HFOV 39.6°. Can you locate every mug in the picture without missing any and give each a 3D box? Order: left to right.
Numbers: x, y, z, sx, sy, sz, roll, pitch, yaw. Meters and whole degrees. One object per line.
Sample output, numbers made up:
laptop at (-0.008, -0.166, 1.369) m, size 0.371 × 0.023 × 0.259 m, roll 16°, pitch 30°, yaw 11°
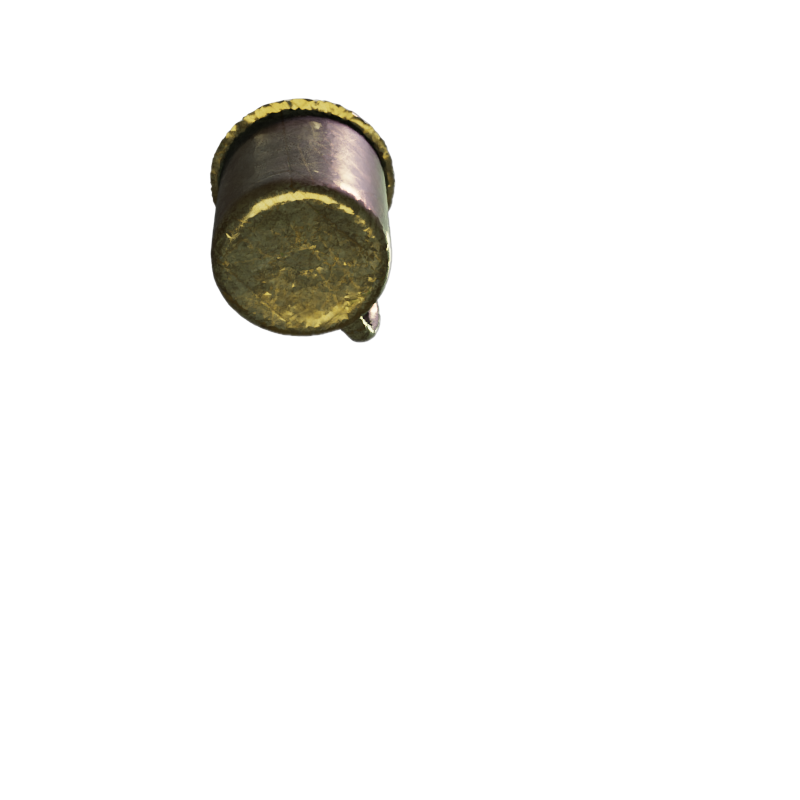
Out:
mug at (-0.041, -0.076, 0.529) m, size 0.093 × 0.109 × 0.087 m, roll -22°, pitch 32°, yaw 13°
